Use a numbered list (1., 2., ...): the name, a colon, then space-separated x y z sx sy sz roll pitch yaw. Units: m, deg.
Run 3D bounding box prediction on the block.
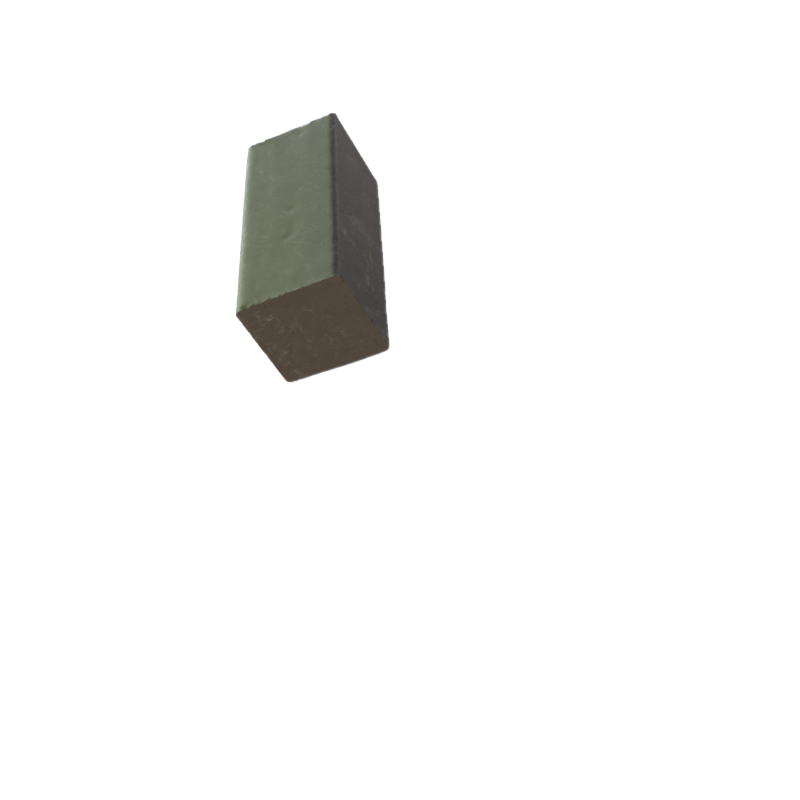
1. block: -0.072 -0.129 0.908 0.091 0.221 0.084 -20 -47 16
